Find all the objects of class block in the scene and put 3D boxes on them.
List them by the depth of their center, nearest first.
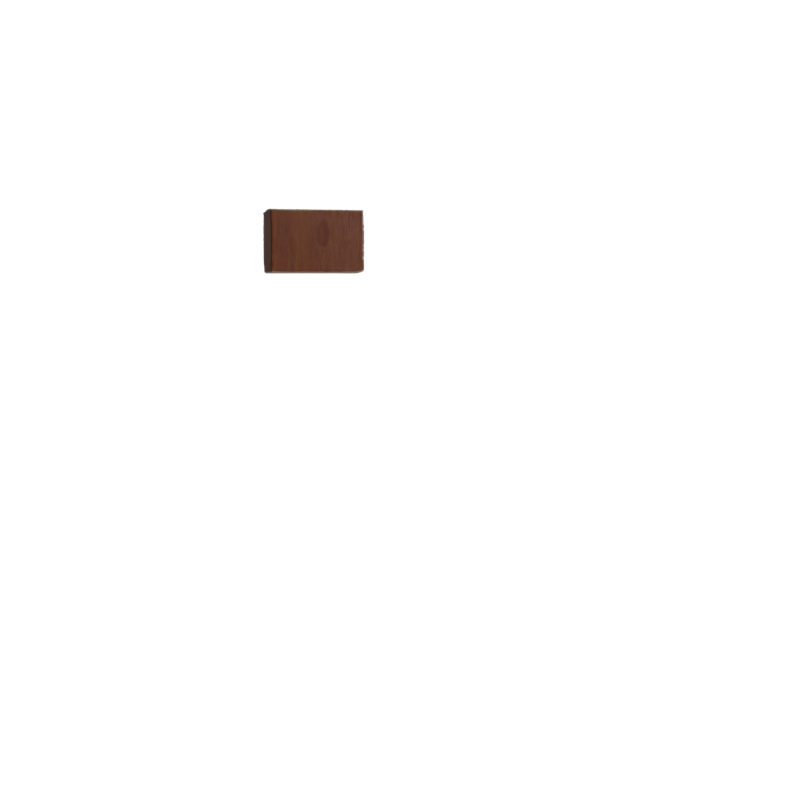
[{"bbox_3d":[-0.071,-0.129,0.903,0.077,0.051,0.053,0,1,-10],"label":"block"}]
